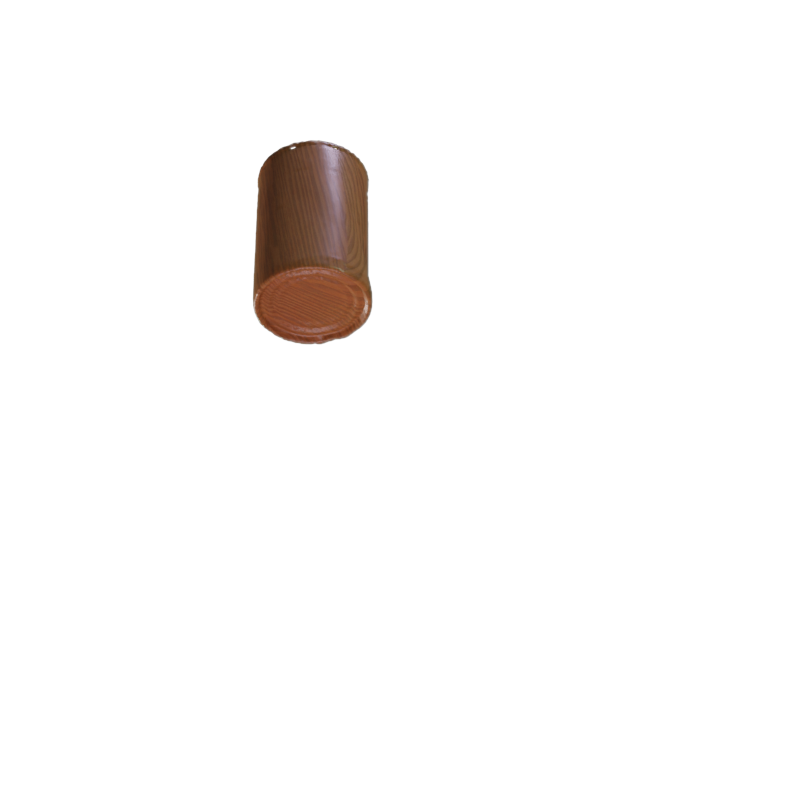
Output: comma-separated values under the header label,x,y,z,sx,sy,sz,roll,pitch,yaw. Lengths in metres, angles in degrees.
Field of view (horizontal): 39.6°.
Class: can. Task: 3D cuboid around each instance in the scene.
label,x,y,z,sx,sy,sz,roll,pitch,yaw
can,-0.050,-0.092,0.641,0.068,0.110,0.064,-1,-41,-3
